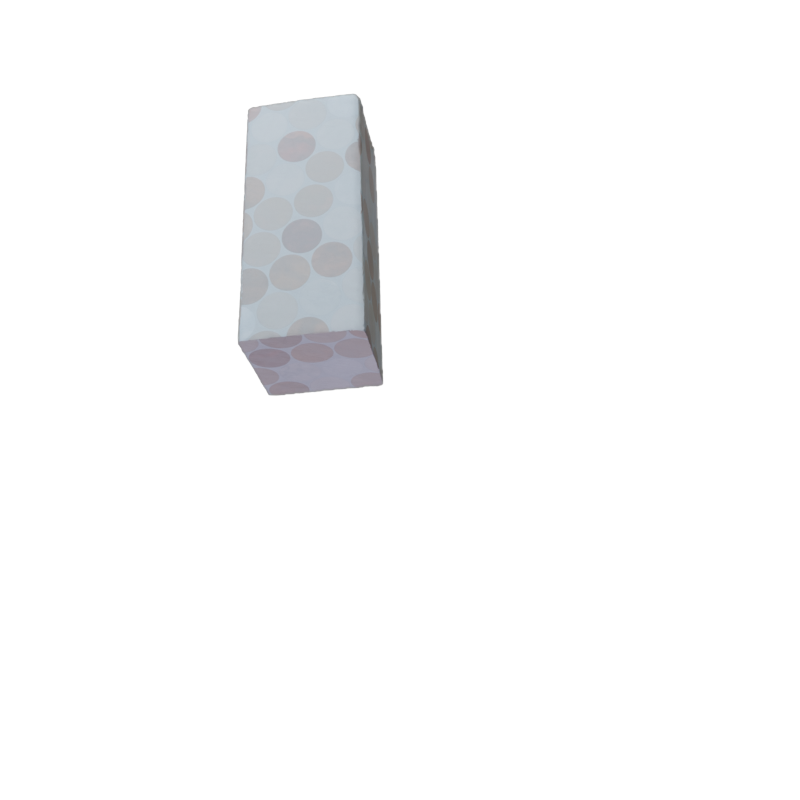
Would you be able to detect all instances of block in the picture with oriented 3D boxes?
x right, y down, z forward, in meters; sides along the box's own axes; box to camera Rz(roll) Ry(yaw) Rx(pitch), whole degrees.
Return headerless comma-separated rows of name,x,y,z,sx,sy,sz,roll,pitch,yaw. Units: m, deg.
block,-0.065,-0.120,0.837,0.091,0.220,0.084,-7,-31,8
